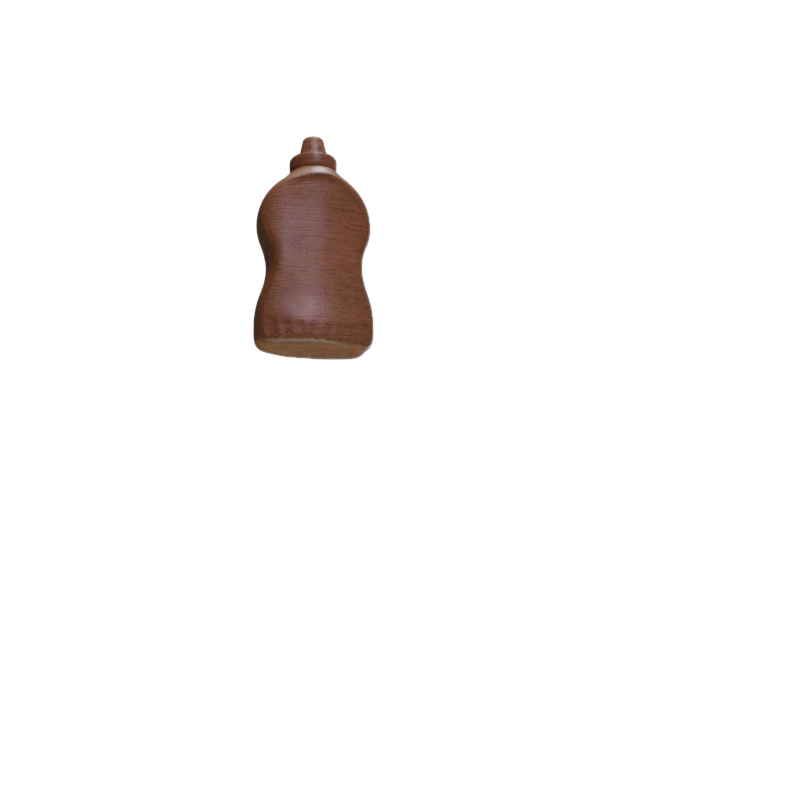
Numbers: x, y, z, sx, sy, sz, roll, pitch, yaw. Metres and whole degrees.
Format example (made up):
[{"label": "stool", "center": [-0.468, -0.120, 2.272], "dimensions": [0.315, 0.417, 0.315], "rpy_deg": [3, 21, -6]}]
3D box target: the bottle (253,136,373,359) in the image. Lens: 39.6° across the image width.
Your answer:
[{"label": "bottle", "center": [-0.073, -0.133, 0.932], "dimensions": [0.094, 0.201, 0.057], "rpy_deg": [4, -21, -14]}]
